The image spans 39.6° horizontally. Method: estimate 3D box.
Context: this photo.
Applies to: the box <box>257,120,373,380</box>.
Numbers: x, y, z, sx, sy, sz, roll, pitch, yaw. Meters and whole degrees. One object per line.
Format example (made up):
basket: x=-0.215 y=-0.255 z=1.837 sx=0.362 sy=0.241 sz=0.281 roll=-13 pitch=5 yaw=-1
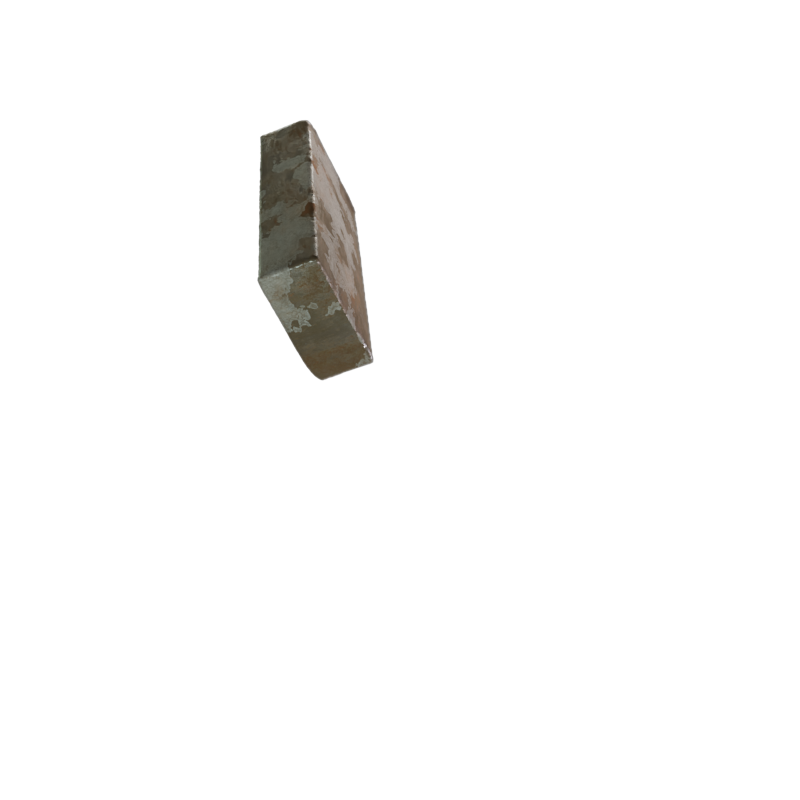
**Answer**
box: x=-0.058 y=-0.106 z=0.744 sx=0.048 sy=0.086 sz=0.189 roll=-19 pitch=39 yaw=12
